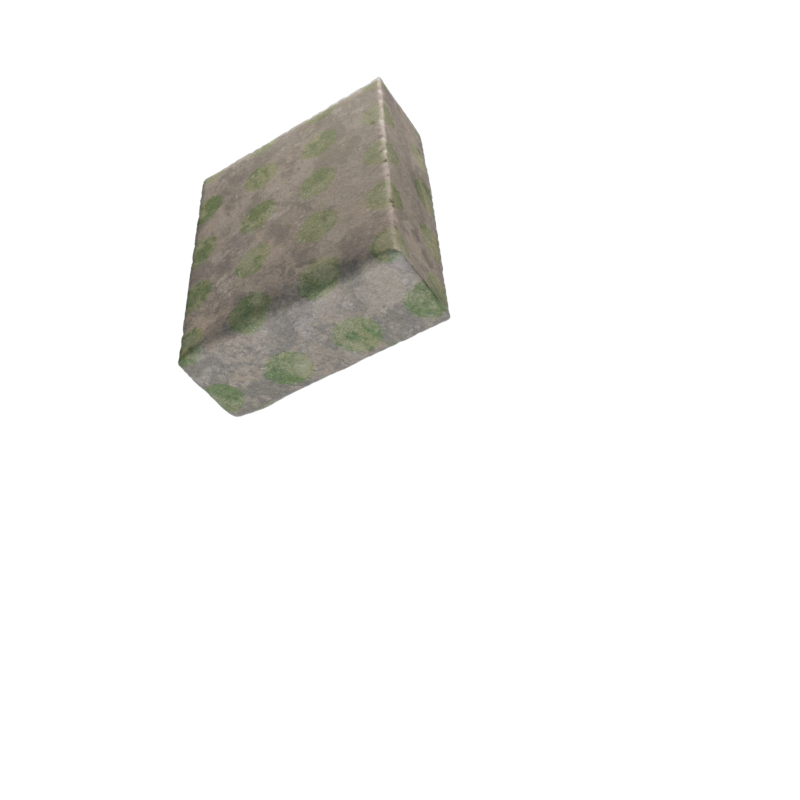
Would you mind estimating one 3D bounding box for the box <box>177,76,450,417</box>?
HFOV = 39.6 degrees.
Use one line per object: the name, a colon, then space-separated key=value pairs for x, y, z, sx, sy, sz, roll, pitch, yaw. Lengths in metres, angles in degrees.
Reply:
box: x=-0.060 y=-0.109 z=0.763 sx=0.164 sy=0.229 sz=0.067 roll=-26 pitch=-52 yaw=18
